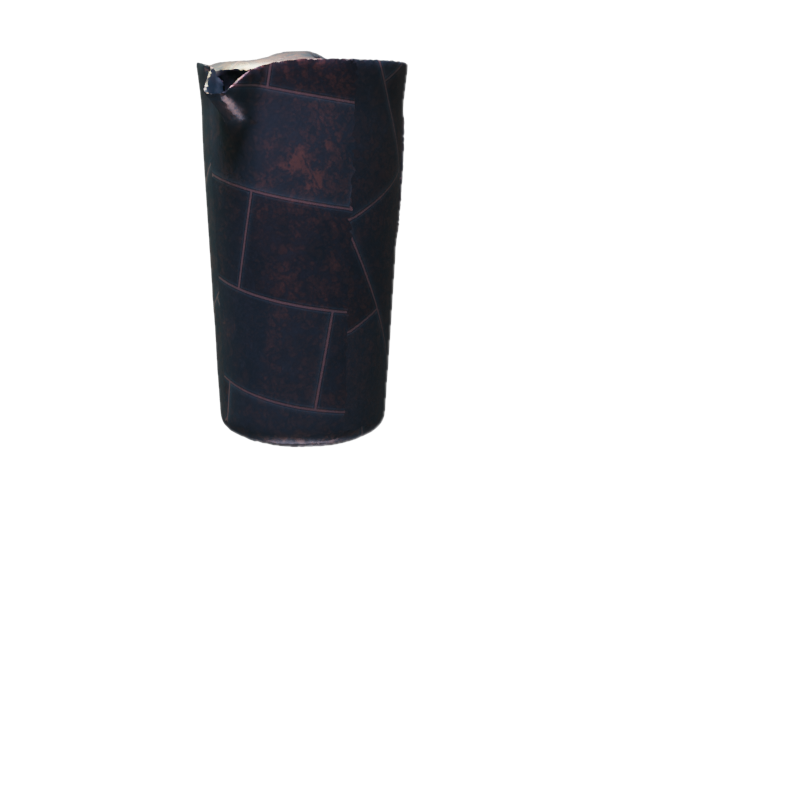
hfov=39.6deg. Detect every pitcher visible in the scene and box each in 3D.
[{"bbox_3d":[-0.056,-0.103,0.722,0.147,0.238,0.150,-1,10,-11],"label":"pitcher"}]
